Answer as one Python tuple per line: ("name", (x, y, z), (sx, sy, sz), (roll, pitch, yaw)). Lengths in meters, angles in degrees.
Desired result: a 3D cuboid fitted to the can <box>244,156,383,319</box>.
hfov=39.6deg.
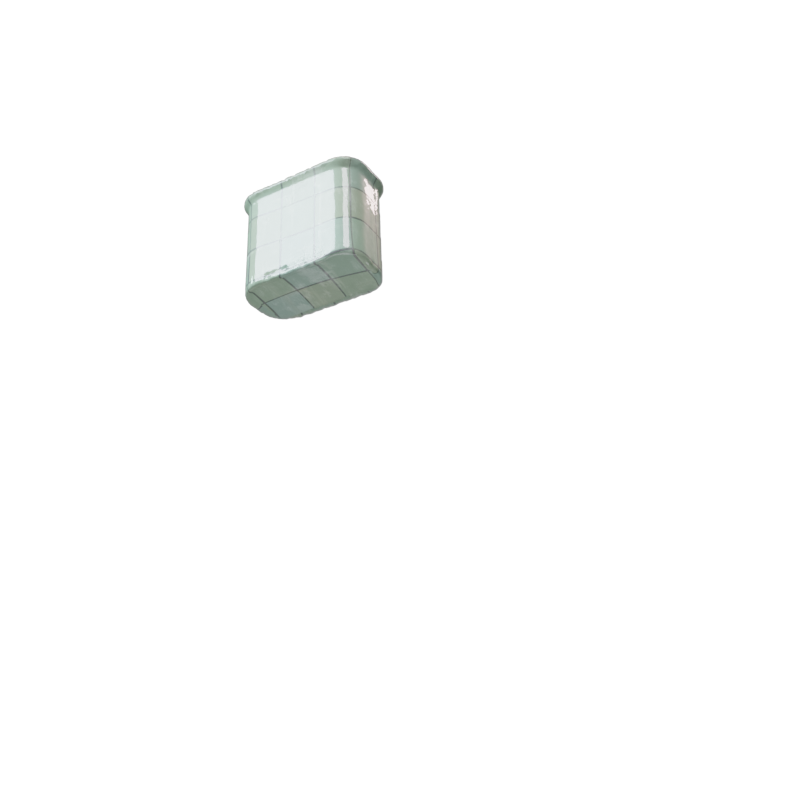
("can", (-0.062, -0.112, 0.786), (0.103, 0.090, 0.053), (-19, -37, 25))
